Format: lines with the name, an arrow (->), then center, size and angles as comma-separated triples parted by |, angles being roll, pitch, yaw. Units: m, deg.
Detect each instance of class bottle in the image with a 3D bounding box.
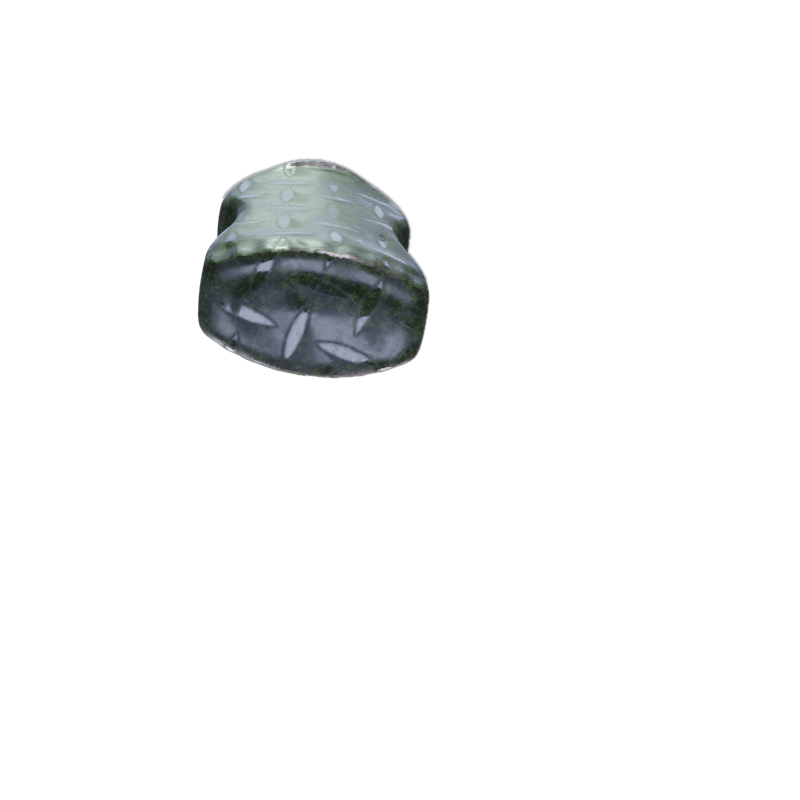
bottle -> -0.043, -0.077, 0.542 | 0.095, 0.056, 0.202 | 5, 25, -6
